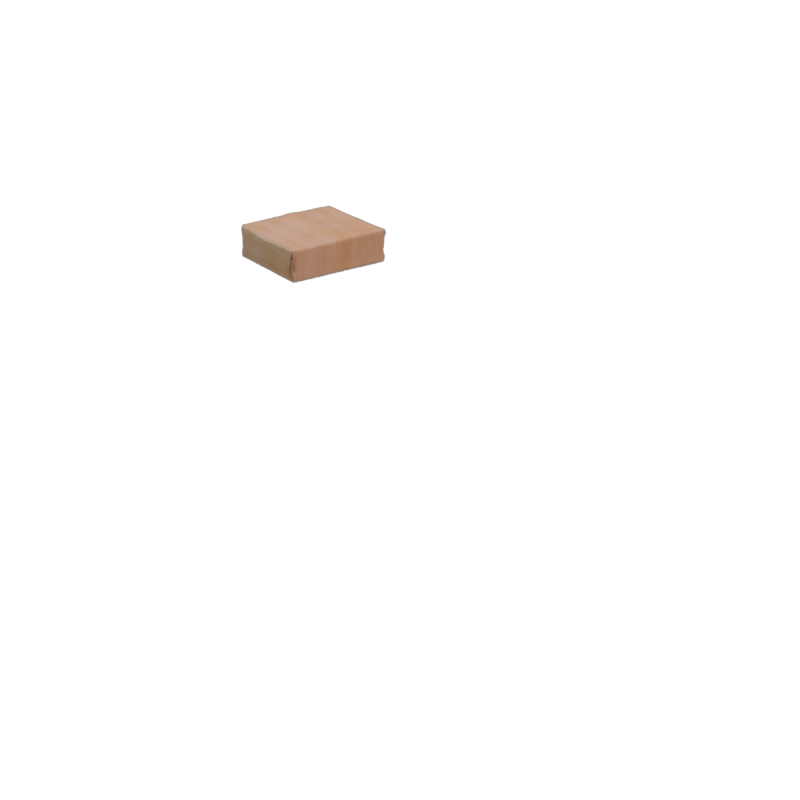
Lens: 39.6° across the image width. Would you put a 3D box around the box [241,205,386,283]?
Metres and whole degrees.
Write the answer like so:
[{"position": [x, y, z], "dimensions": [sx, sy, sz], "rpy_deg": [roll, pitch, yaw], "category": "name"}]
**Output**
[{"position": [-0.067, -0.123, 0.860], "dimensions": [0.088, 0.029, 0.078], "rpy_deg": [-18, 31, -33], "category": "box"}]
